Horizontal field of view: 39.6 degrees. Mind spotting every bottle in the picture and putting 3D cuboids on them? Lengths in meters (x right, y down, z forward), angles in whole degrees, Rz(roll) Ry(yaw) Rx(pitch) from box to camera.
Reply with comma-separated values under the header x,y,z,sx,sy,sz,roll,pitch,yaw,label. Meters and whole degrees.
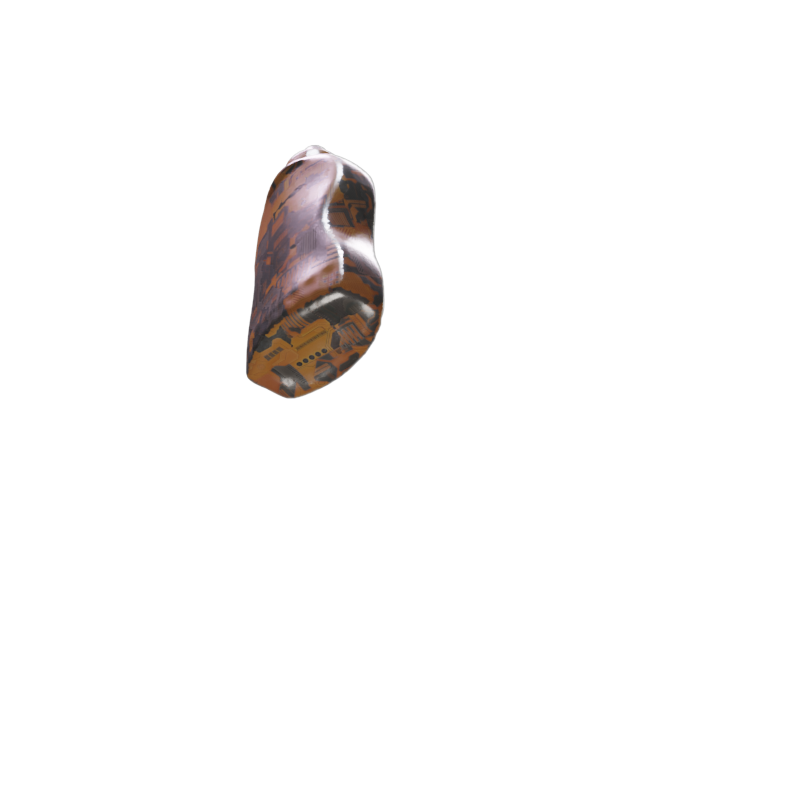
x,y,z,sx,sy,sz,roll,pitch,yaw,label
-0.054,-0.099,0.694,0.055,0.206,0.094,27,-53,-27,bottle
